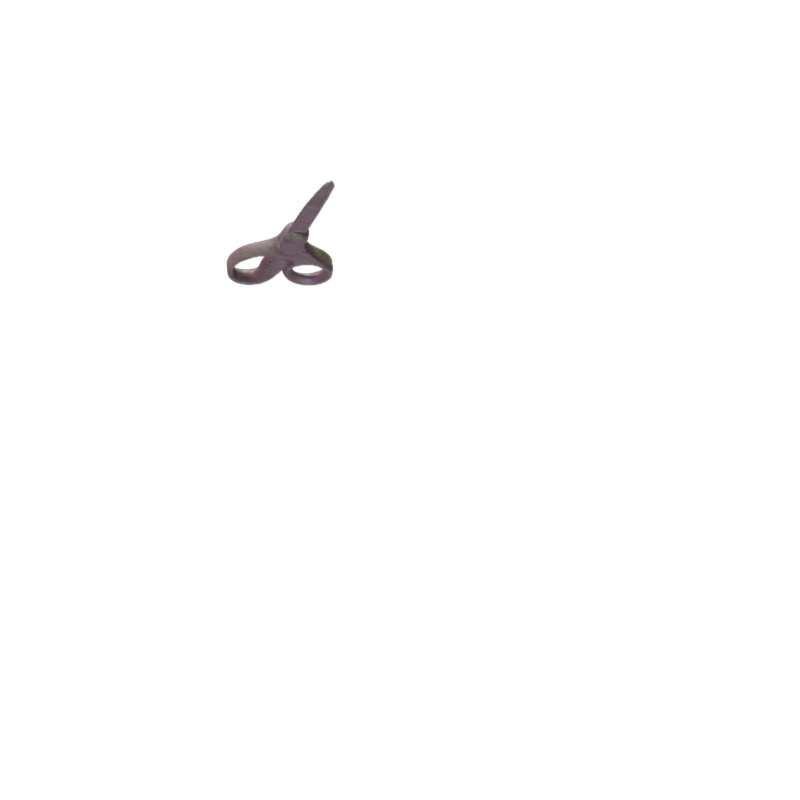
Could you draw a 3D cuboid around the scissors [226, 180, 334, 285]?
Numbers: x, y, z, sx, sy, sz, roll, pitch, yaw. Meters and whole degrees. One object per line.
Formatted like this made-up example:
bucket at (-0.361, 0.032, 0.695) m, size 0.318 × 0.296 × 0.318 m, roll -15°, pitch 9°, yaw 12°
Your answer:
scissors at (-0.068, -0.124, 0.866) m, size 0.092 × 0.016 × 0.202 m, roll 9°, pitch -17°, yaw -33°
